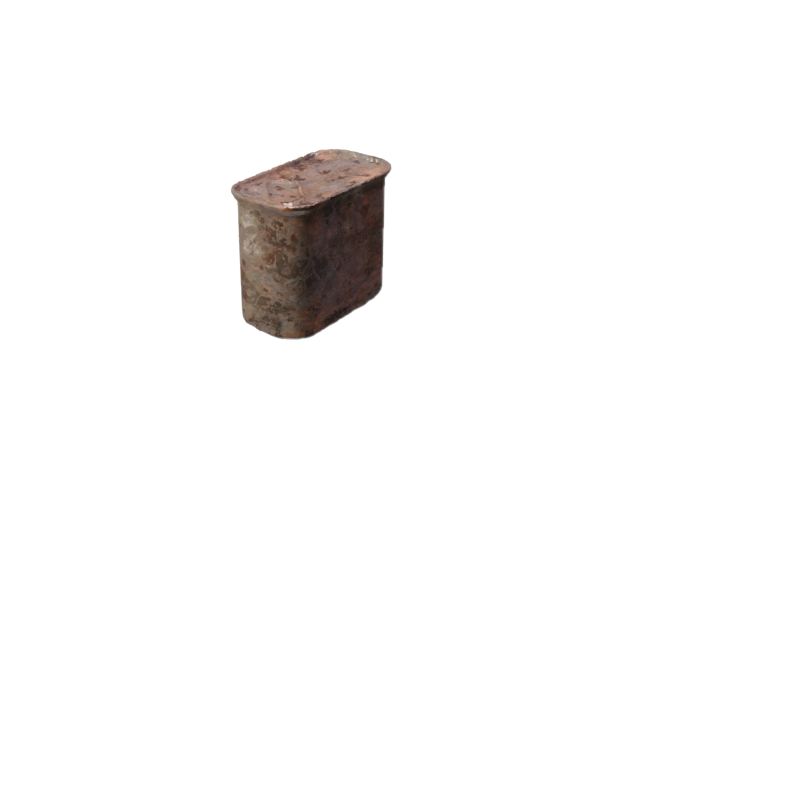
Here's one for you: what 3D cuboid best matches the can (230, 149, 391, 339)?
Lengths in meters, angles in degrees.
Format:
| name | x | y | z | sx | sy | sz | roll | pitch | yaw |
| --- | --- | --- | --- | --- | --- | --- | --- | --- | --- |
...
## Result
| name | x | y | z | sx | sy | sz | roll | pitch | yaw |
| --- | --- | --- | --- | --- | --- | --- | --- | --- | --- |
| can | -0.052 | -0.094 | 0.658 | 0.061 | 0.079 | 0.102 | 18 | 32 | 31 |
